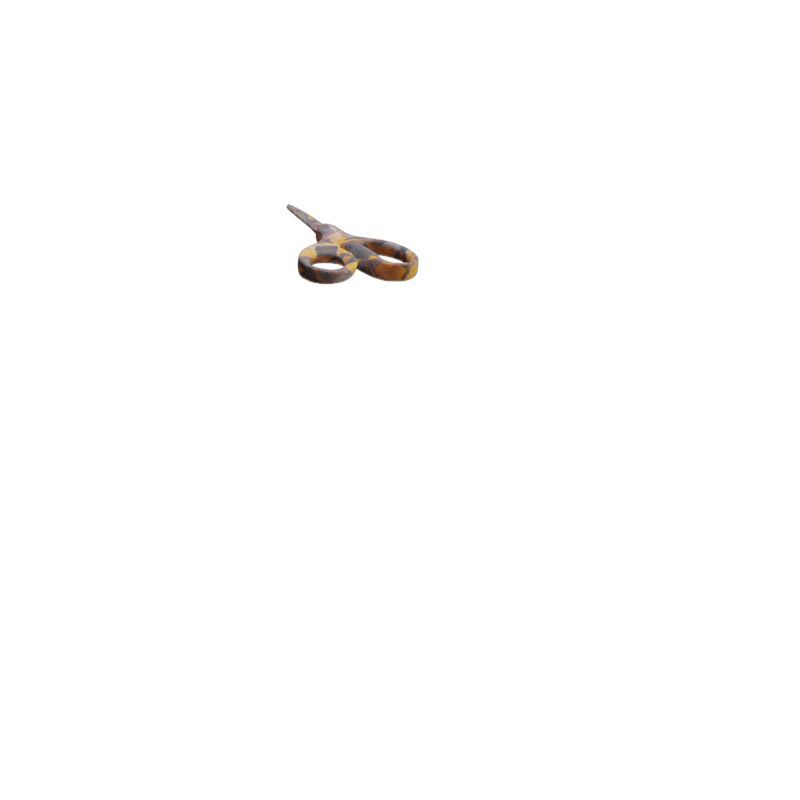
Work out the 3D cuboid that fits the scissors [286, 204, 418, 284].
[{"bbox_3d":[-0.068,-0.124,0.867,0.094,0.015,0.215,-17,29,-33],"label":"scissors"}]
